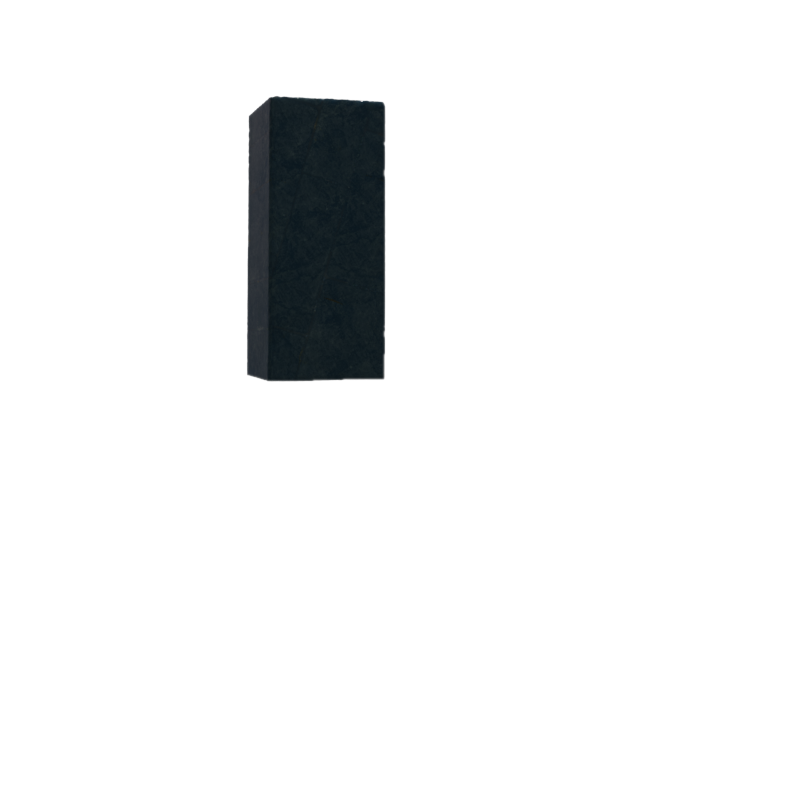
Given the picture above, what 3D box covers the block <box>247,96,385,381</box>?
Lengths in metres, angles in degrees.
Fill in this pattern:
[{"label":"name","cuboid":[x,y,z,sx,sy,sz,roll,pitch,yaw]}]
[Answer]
[{"label":"block","cuboid":[-0.066,-0.121,0.847,0.088,0.208,0.092,1,-2,-17]}]
